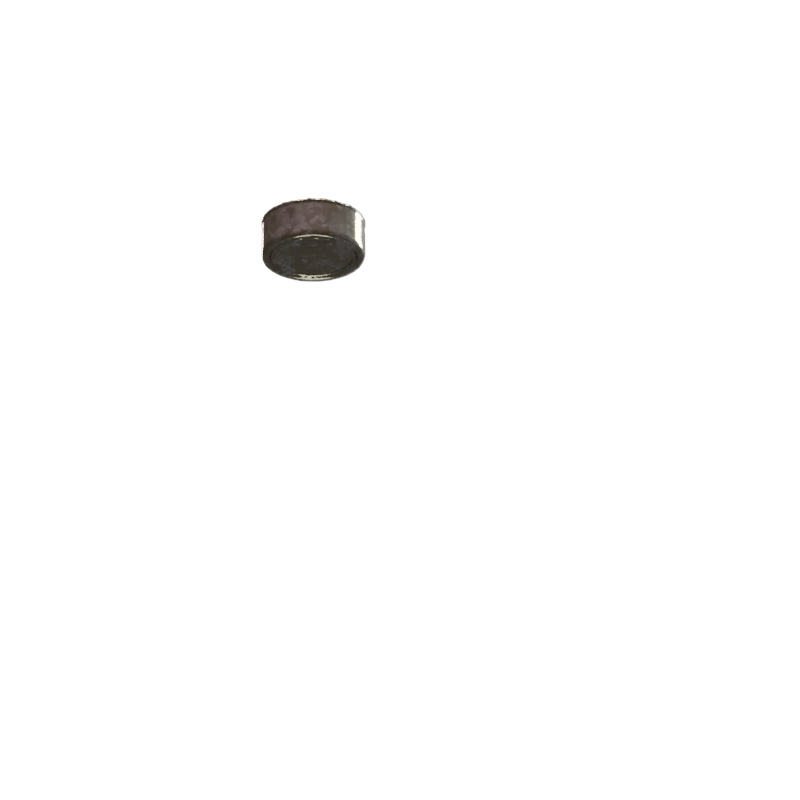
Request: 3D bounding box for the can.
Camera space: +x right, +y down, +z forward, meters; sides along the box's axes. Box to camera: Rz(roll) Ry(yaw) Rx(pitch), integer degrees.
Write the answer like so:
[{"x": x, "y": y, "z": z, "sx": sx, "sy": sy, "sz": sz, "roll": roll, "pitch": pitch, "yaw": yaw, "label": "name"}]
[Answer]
[{"x": -0.071, "y": -0.129, "z": 0.905, "sx": 0.086, "sy": 0.035, "sz": 0.081, "roll": 0, "pitch": -22, "yaw": -2, "label": "can"}]
